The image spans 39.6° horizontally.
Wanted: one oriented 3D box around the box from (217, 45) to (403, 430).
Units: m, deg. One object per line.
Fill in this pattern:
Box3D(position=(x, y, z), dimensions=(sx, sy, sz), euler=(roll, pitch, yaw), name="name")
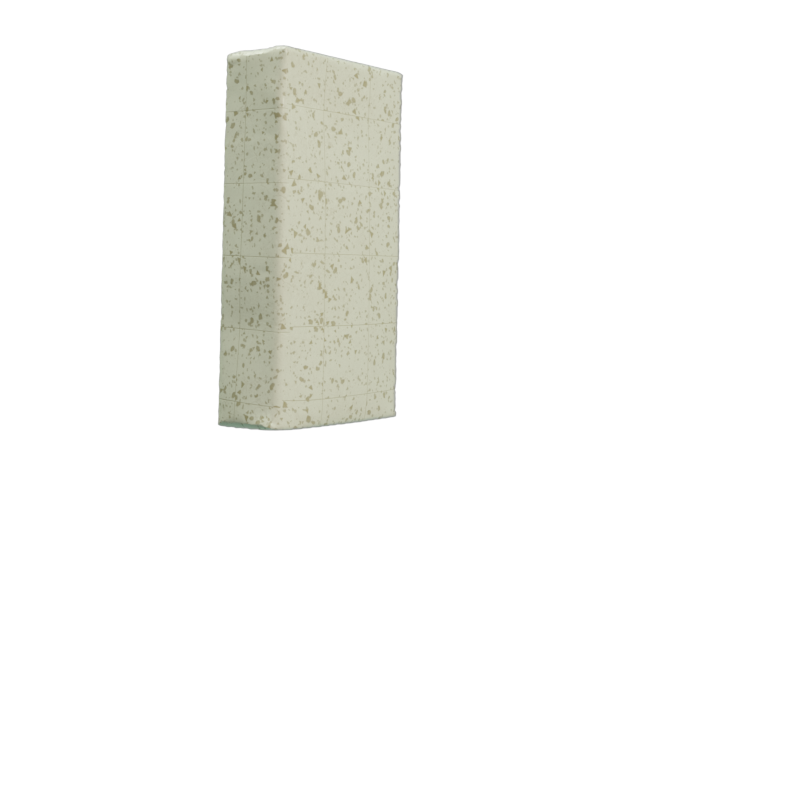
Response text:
Box3D(position=(-0.042, -0.077, 0.541), dimensions=(0.050, 0.177, 0.090), euler=(-2, -2, 38), name="box")
